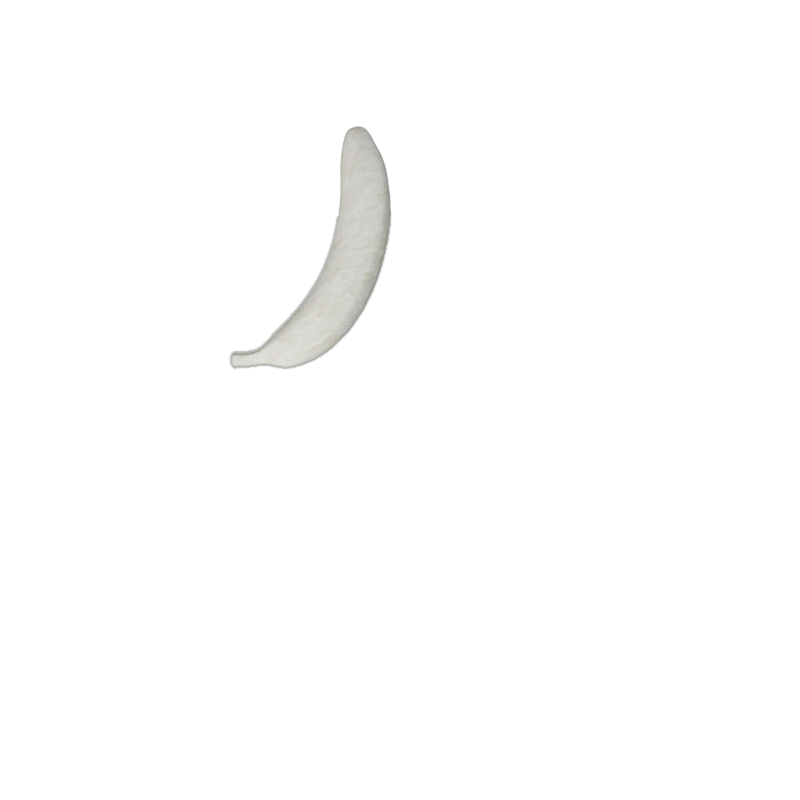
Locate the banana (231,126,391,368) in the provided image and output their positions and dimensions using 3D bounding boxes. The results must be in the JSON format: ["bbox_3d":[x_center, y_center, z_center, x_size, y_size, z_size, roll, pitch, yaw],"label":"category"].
[{"bbox_3d":[-0.046,-0.100,0.778,0.071,0.202,0.035,24,-15,5],"label":"banana"}]
